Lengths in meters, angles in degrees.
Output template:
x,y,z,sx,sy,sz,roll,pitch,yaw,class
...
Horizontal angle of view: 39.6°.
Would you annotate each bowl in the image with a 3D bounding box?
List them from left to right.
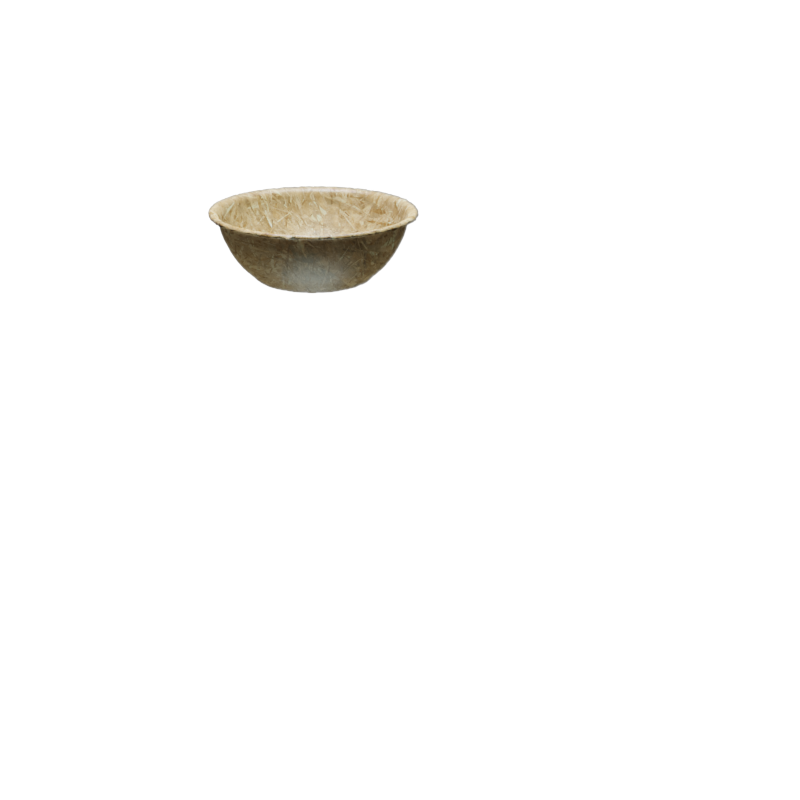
x,y,z,sx,sy,sz,roll,pitch,yaw,class
-0.067,-0.123,0.861,0.162,0.053,0.170,-1,23,-2,bowl
